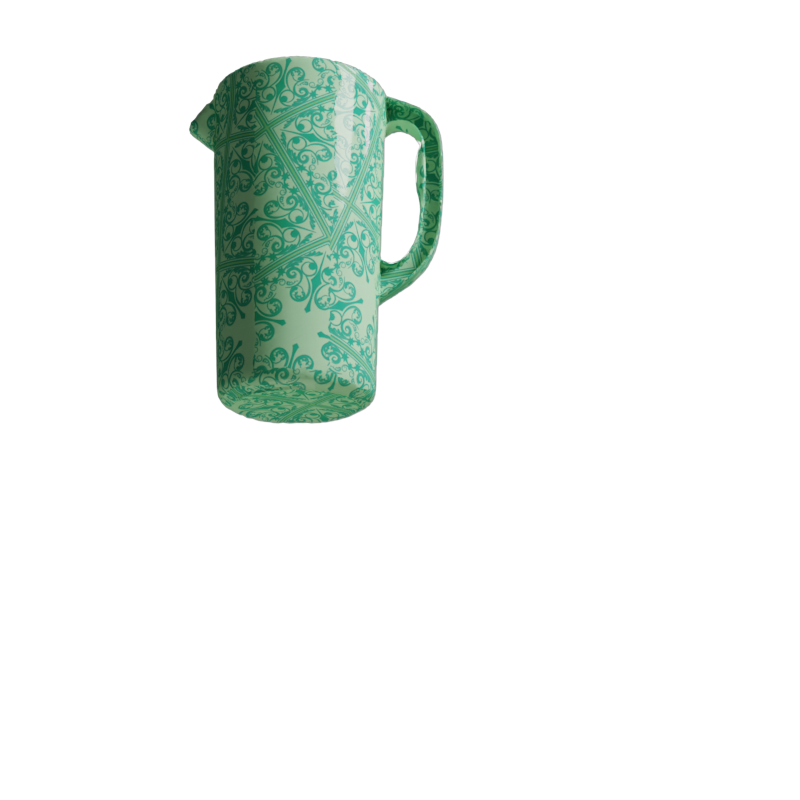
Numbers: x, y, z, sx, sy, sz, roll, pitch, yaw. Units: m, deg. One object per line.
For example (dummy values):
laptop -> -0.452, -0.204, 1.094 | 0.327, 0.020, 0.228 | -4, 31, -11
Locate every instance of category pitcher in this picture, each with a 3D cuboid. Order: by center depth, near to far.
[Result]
pitcher -> -0.062, -0.113, 0.792 | 0.137, 0.256, 0.150 | 18, -28, -41
